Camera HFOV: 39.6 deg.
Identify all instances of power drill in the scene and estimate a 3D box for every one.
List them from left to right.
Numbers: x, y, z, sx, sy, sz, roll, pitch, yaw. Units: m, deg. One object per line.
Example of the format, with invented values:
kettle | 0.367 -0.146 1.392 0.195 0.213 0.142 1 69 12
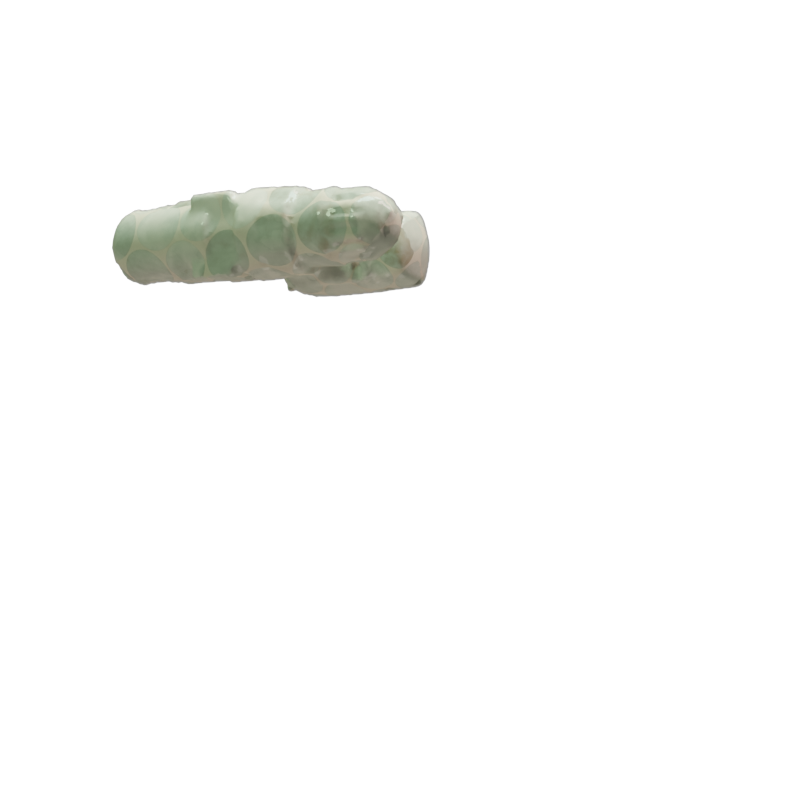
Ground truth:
power drill | -0.054 -0.098 0.684 0.190 0.058 0.181 1 1 29
